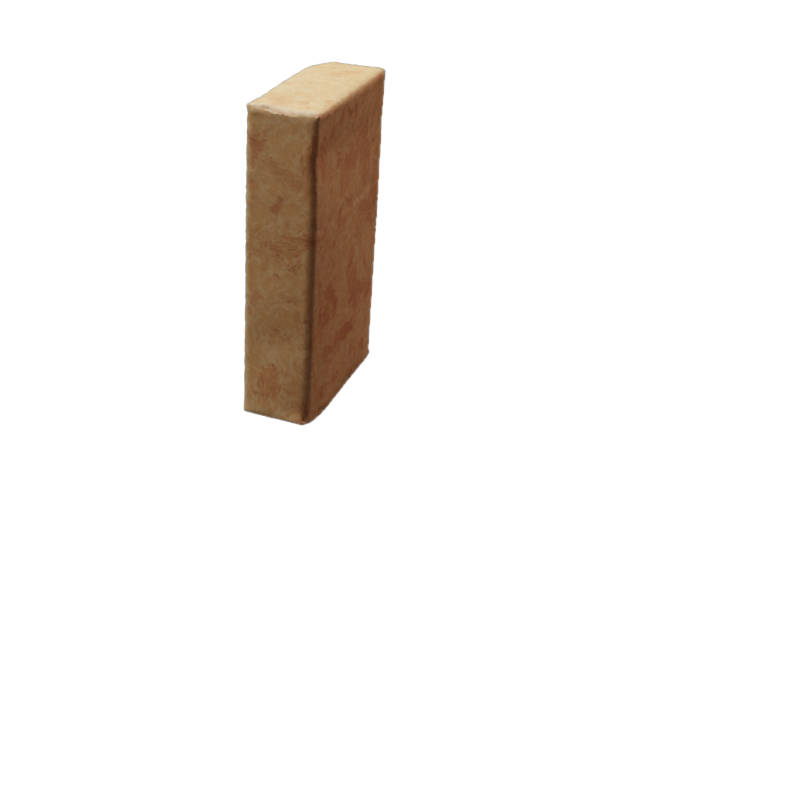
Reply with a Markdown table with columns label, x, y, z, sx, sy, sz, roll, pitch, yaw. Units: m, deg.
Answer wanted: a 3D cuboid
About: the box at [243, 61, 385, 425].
| label | x | y | z | sx | sy | sz | roll | pitch | yaw |
| --- | --- | --- | --- | --- | --- | --- | --- | --- | --- |
| box | -0.047 | -0.085 | 0.594 | 0.050 | 0.167 | 0.095 | 10 | 27 | 18 |
